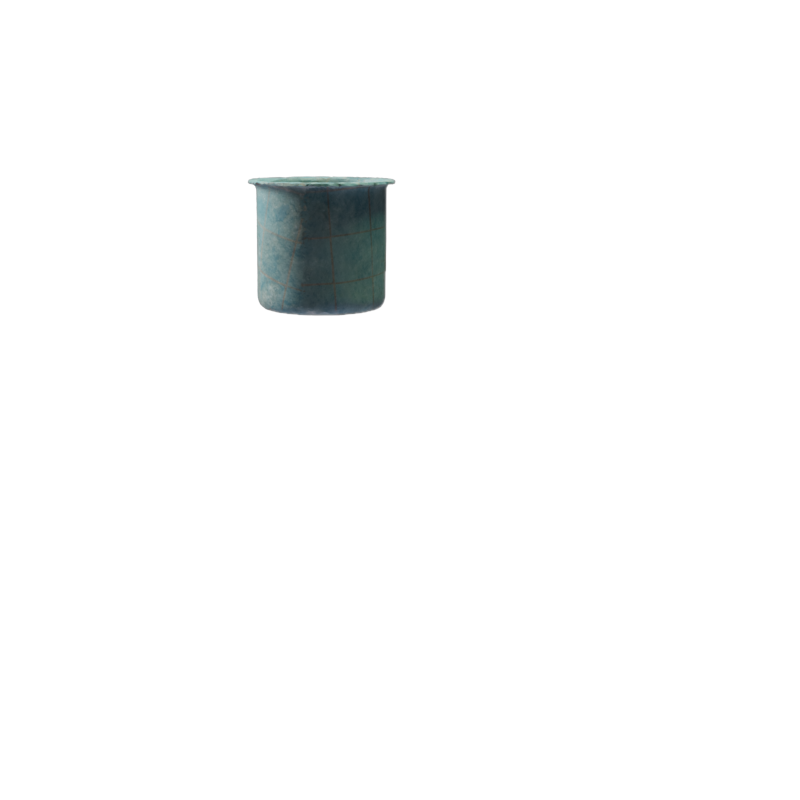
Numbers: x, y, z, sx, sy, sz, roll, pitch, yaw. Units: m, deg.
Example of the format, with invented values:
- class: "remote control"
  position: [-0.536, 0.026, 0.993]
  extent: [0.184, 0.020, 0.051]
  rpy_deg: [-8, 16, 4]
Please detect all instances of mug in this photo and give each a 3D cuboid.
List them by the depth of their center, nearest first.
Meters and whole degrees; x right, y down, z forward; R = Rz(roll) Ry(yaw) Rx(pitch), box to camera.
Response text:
- class: "mug"
  position: [-0.056, -0.102, 0.712]
  extent: [0.091, 0.080, 0.123]
  rpy_deg: [-5, 12, -28]
